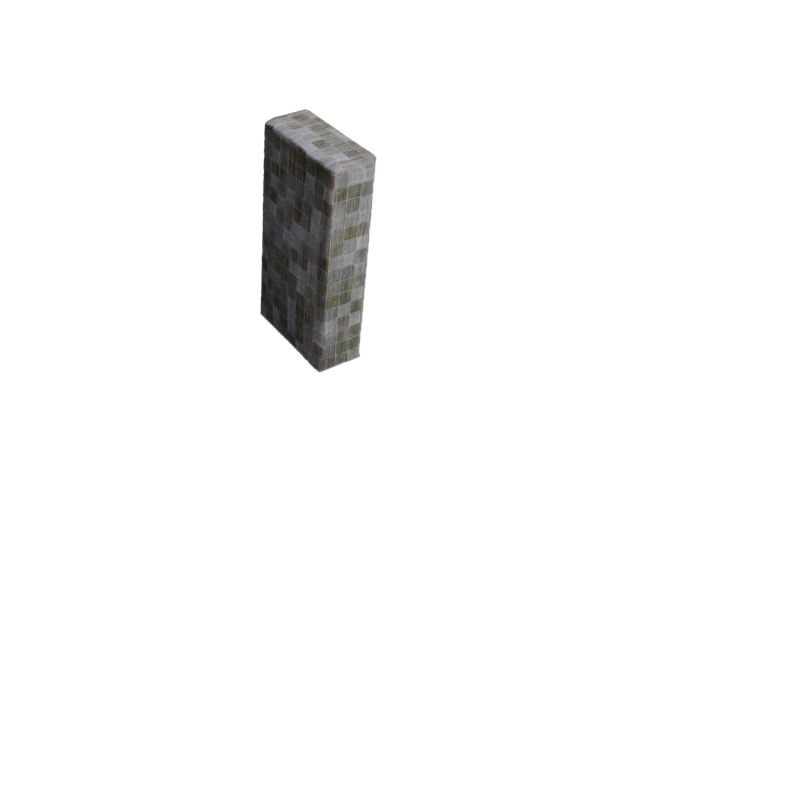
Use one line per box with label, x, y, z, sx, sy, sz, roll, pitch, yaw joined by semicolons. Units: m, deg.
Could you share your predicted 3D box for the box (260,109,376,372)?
box;-0.066;-0.119;0.832;0.047;0.165;0.101;-20;41;-29
